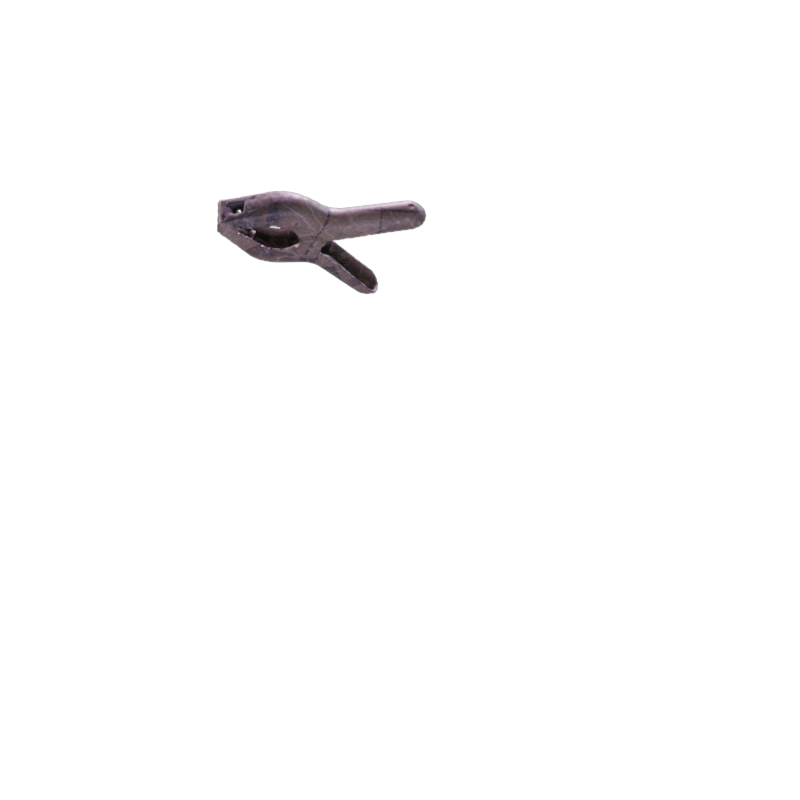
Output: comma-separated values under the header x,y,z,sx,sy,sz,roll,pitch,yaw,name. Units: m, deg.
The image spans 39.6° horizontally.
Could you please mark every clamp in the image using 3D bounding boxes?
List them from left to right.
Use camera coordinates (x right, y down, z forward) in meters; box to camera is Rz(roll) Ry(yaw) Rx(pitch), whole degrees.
x,y,z,sx,sy,sz,roll,pitch,yaw,name
-0.074,-0.135,0.948,0.169,0.042,0.113,7,-40,-9,clamp
